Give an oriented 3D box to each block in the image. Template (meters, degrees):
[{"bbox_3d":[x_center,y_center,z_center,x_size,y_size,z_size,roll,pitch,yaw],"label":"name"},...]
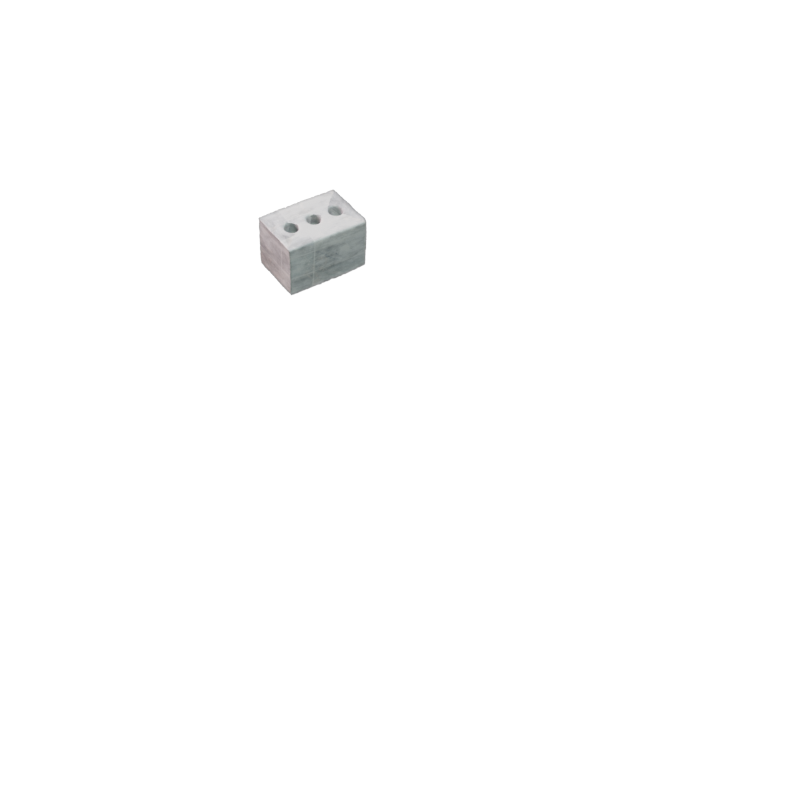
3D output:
[{"bbox_3d":[-0.074,-0.135,0.942,0.077,0.048,0.057,-25,50,-25],"label":"block"}]
